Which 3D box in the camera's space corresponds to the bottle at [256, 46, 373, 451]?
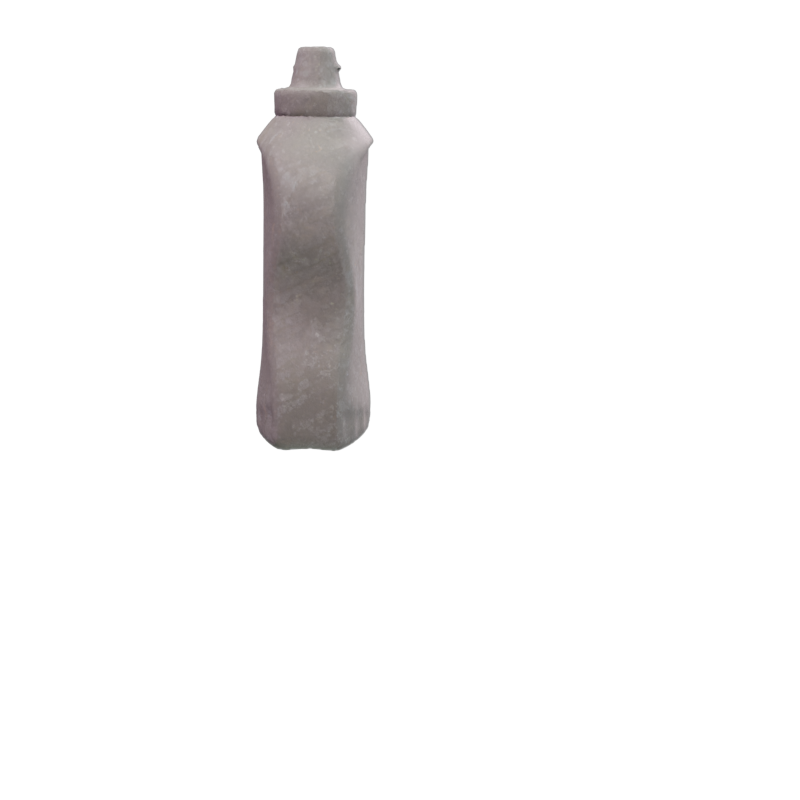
[{"bbox_3d":[-0.043,-0.079,0.554,0.059,0.188,0.097,1,9,2],"label":"bottle"}]
